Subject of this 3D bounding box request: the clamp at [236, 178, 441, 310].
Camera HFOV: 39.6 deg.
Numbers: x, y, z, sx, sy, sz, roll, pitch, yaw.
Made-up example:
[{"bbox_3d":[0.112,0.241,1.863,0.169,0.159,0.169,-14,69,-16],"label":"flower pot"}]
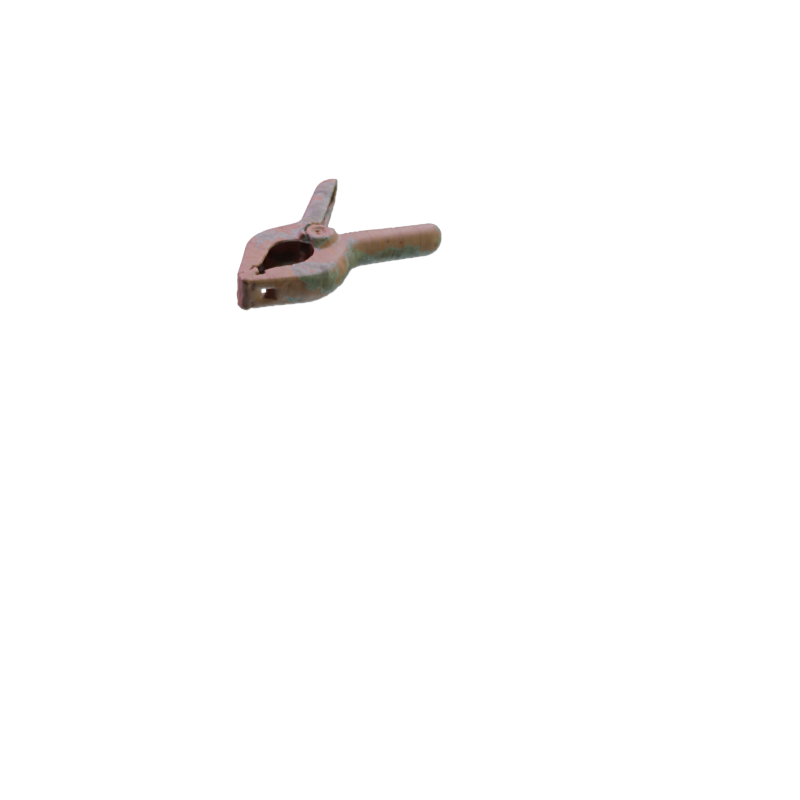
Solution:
[{"bbox_3d":[-0.066,-0.121,0.847,0.170,0.037,0.129,-25,40,-34],"label":"clamp"}]
